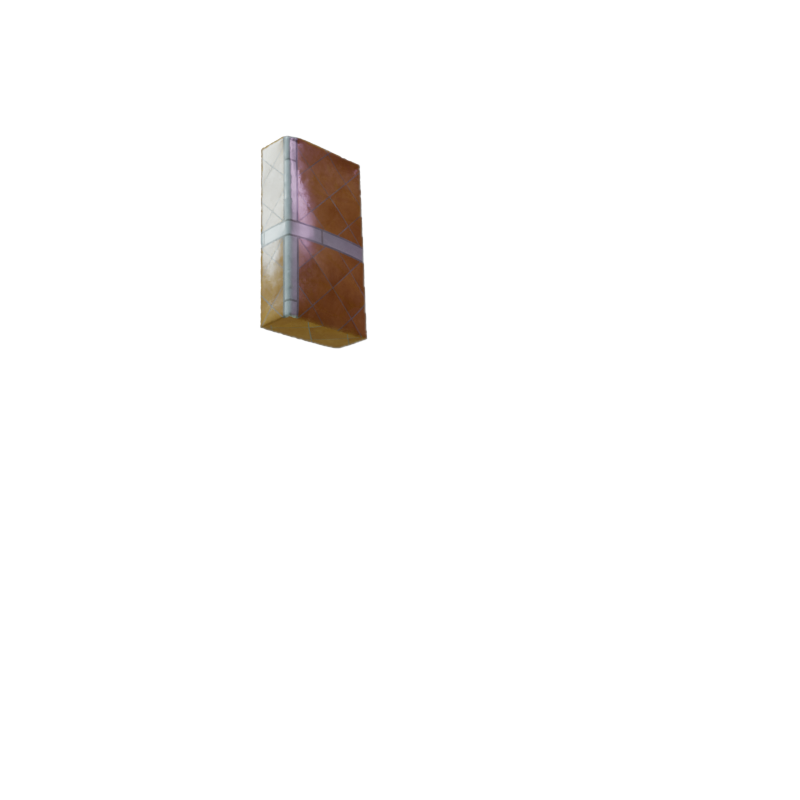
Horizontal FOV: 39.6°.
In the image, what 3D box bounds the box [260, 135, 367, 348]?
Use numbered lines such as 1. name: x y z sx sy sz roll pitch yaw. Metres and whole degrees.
1. box: -0.077 -0.141 0.983 0.088 0.185 0.048 18 -29 -40
